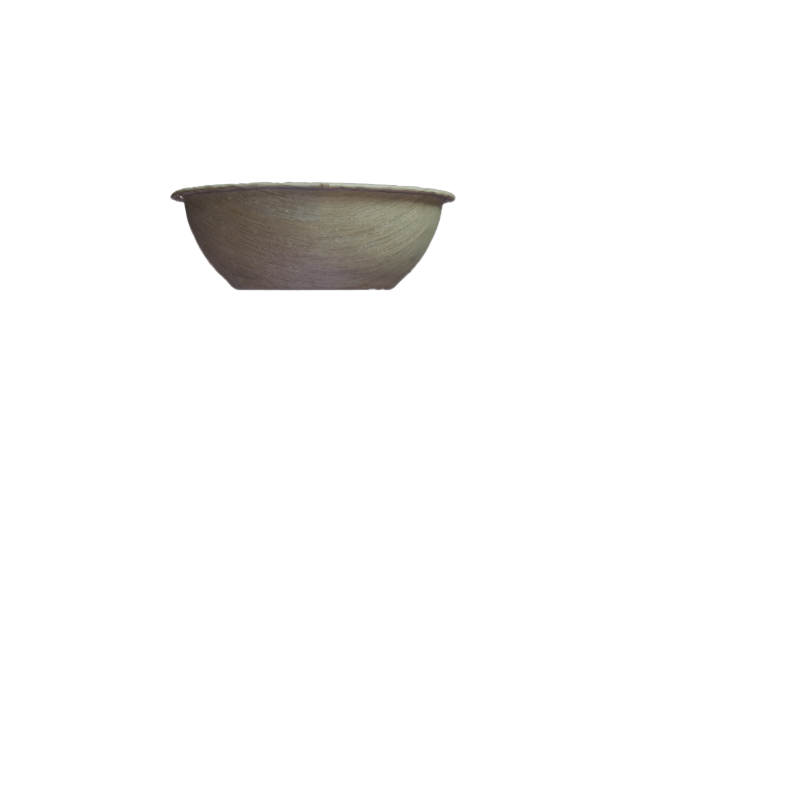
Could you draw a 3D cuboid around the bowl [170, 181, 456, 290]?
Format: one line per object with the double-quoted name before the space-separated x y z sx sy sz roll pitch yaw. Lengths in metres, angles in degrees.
"bowl" -0.049 -0.090 0.631 0.162 0.055 0.163 0 5 -2
